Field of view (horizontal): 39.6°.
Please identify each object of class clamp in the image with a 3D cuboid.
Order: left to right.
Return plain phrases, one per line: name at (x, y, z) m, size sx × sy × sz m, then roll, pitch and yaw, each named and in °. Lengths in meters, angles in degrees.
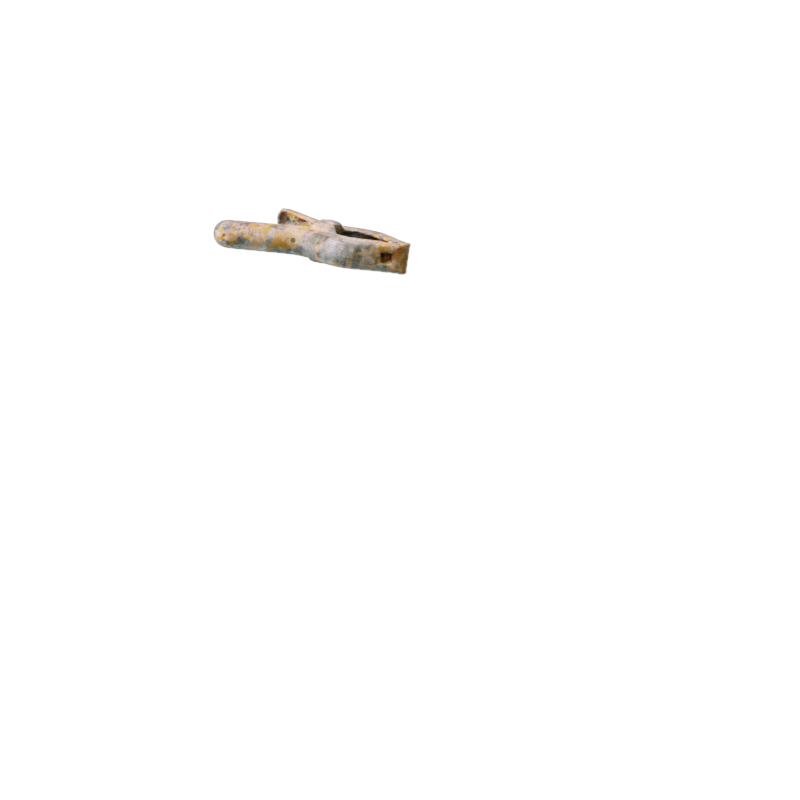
clamp at (-0.077, -0.141, 0.985) m, size 0.181 × 0.038 × 0.119 m, roll 16°, pitch 27°, yaw 34°
